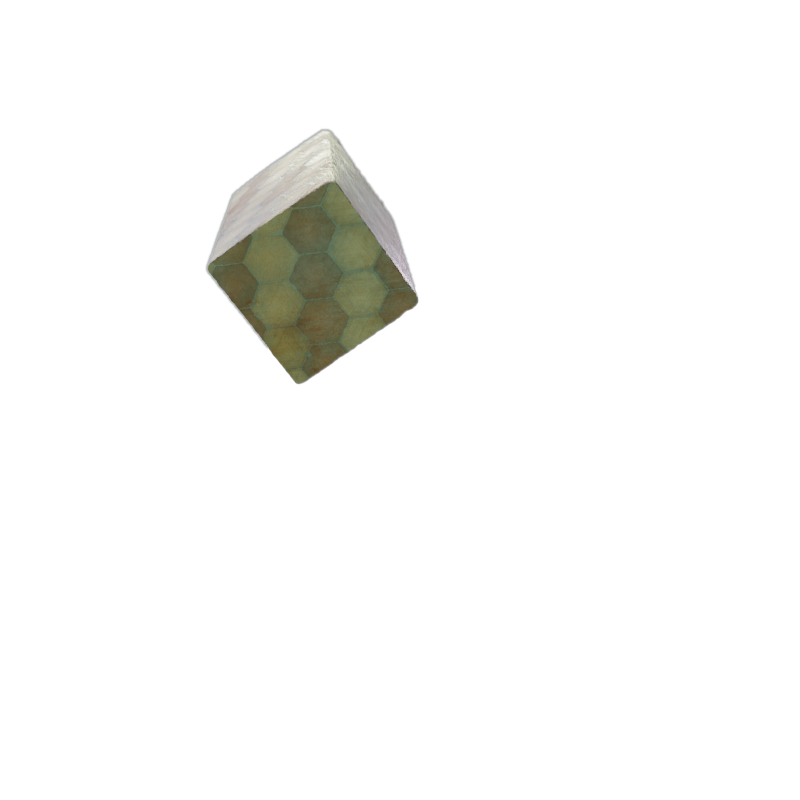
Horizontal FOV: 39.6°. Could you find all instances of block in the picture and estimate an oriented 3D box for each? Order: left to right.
[{"bbox_3d":[-0.056,-0.104,0.725,0.090,0.087,0.215,-34,18,8],"label":"block"}]
